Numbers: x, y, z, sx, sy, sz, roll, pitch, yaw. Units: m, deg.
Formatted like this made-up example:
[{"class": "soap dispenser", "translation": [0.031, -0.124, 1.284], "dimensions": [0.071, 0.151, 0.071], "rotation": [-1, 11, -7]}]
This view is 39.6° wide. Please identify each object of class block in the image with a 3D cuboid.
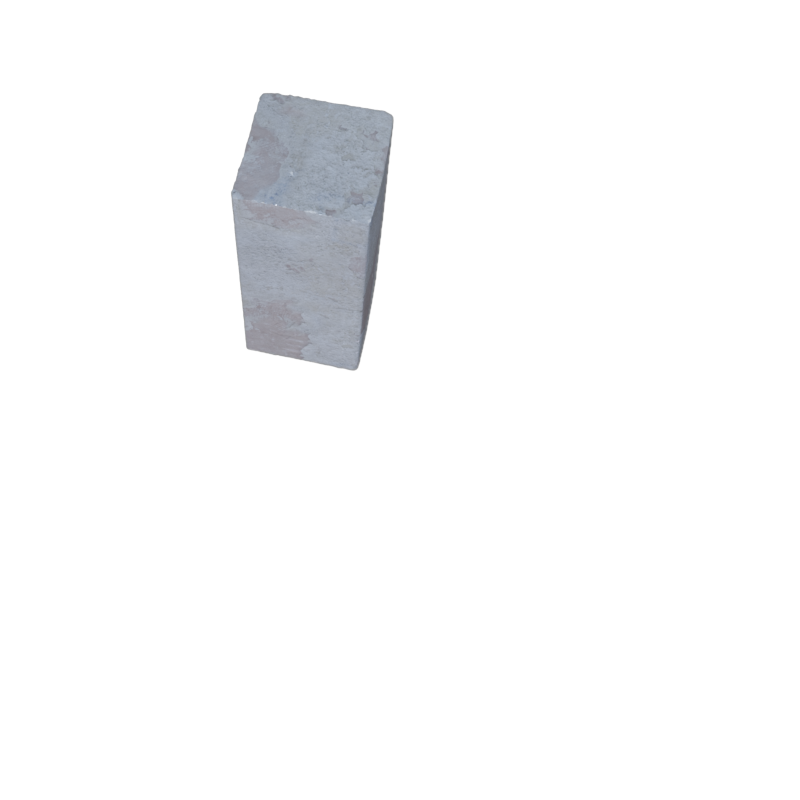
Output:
[{"class": "block", "translation": [-0.061, -0.113, 0.785], "dimensions": [0.091, 0.095, 0.194], "rotation": [11, -27, 2]}]
